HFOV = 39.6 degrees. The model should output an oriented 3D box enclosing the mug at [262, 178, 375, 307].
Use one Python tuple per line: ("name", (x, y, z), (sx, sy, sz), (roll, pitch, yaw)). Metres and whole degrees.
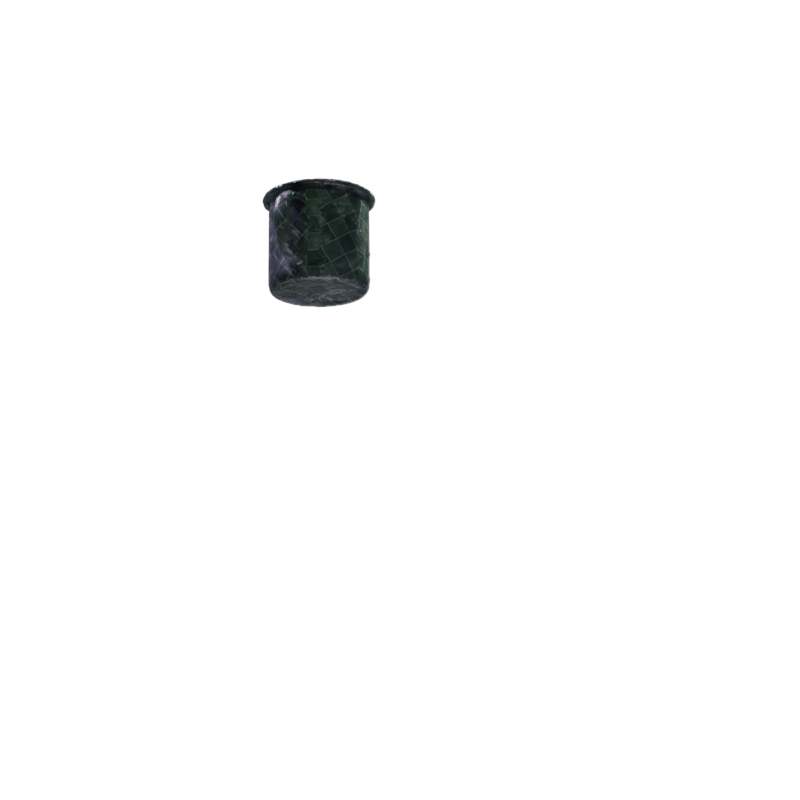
("mug", (-0.070, -0.127, 0.890), (0.095, 0.085, 0.110), (-6, -17, 19))
